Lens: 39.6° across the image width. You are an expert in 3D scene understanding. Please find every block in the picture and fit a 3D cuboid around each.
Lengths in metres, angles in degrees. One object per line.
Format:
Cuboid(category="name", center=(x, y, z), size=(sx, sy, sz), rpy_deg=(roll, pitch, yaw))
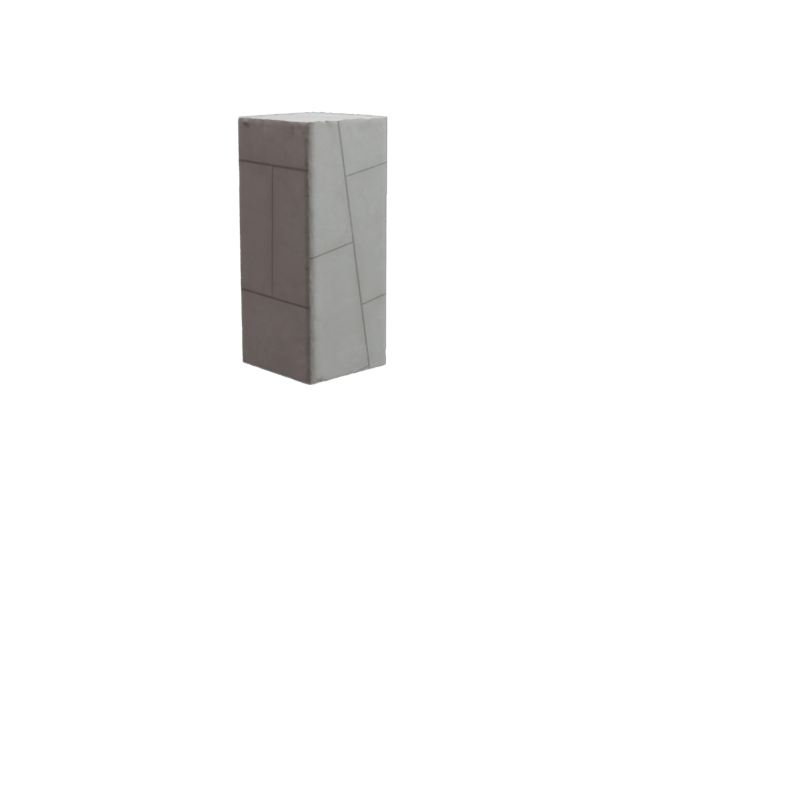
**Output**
Cuboid(category="block", center=(-0.072, -0.130, 0.909), size=(0.088, 0.201, 0.096), rpy_deg=(-11, 17, -43))
